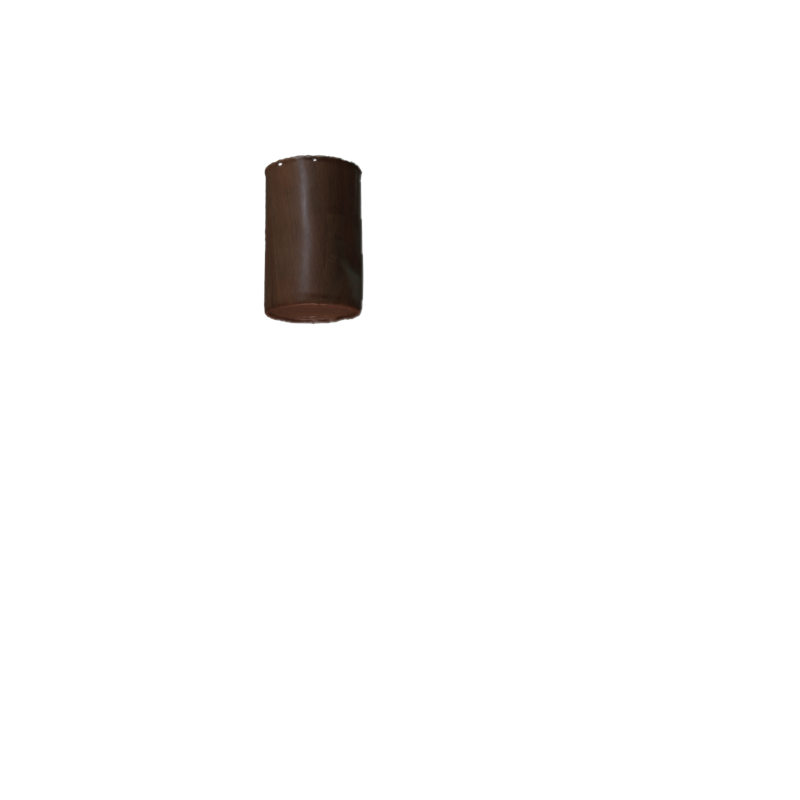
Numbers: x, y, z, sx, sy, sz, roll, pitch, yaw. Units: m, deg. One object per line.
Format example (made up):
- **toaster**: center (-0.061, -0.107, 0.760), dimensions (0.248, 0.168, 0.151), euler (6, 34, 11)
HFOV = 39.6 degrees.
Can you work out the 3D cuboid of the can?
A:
- **can**: center (-0.059, -0.108, 0.758), dimensions (0.068, 0.106, 0.066), euler (0, -13, -2)
